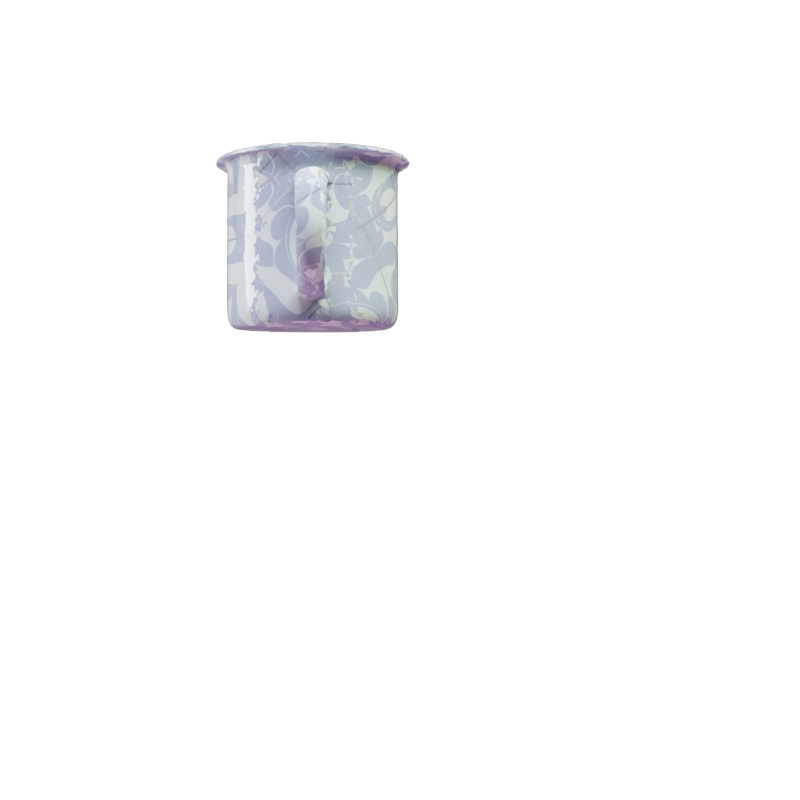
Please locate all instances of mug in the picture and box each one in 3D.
[{"bbox_3d":[-0.041,-0.074,0.520,0.093,0.083,0.117,0,-2,-5],"label":"mug"}]
